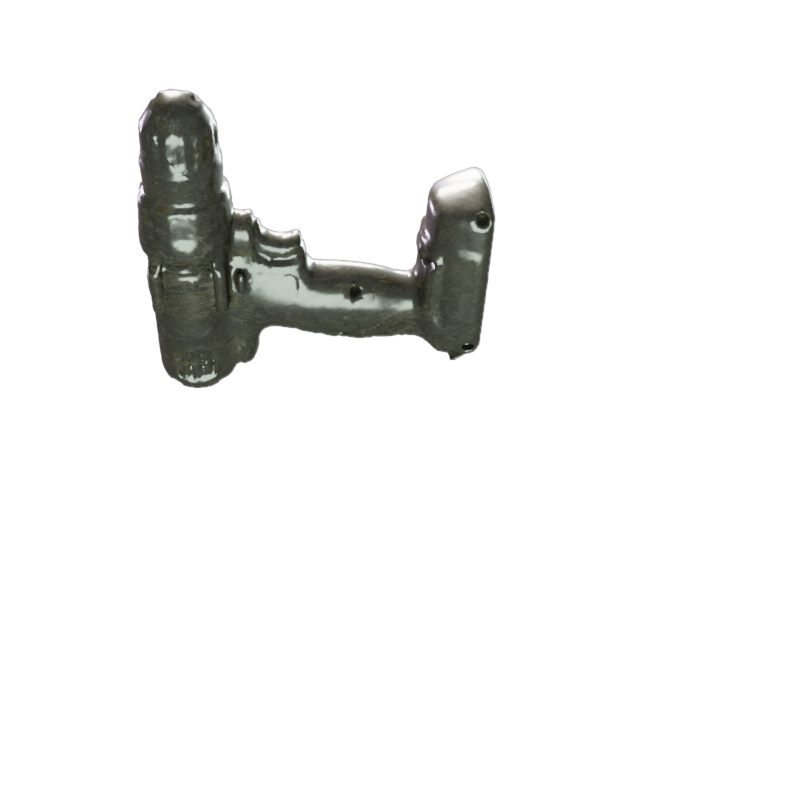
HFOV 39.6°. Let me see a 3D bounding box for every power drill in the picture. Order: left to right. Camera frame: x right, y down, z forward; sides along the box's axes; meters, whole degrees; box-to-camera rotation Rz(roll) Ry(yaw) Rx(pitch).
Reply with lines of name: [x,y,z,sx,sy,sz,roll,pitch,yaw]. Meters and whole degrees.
power drill: [-0.047,-0.086,0.602,0.187,0.172,0.061,0,41,-1]
